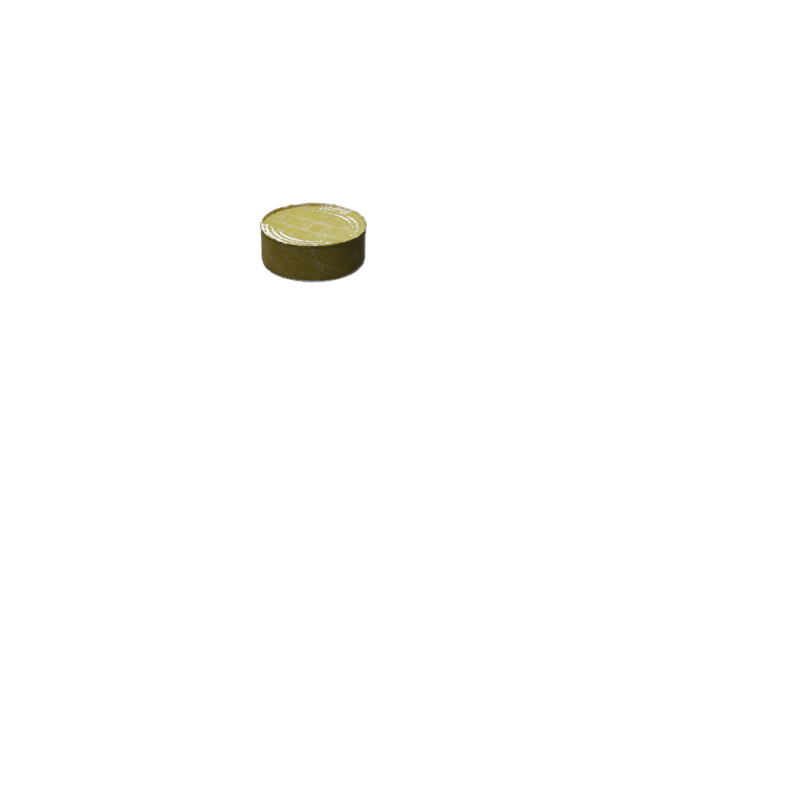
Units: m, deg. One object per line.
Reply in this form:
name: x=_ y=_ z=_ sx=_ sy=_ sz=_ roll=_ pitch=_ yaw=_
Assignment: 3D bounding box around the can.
can: x=-0.070 y=-0.127 z=0.892 sx=0.086 sy=0.032 sz=0.091 roll=-1 pitch=30 yaw=-2
